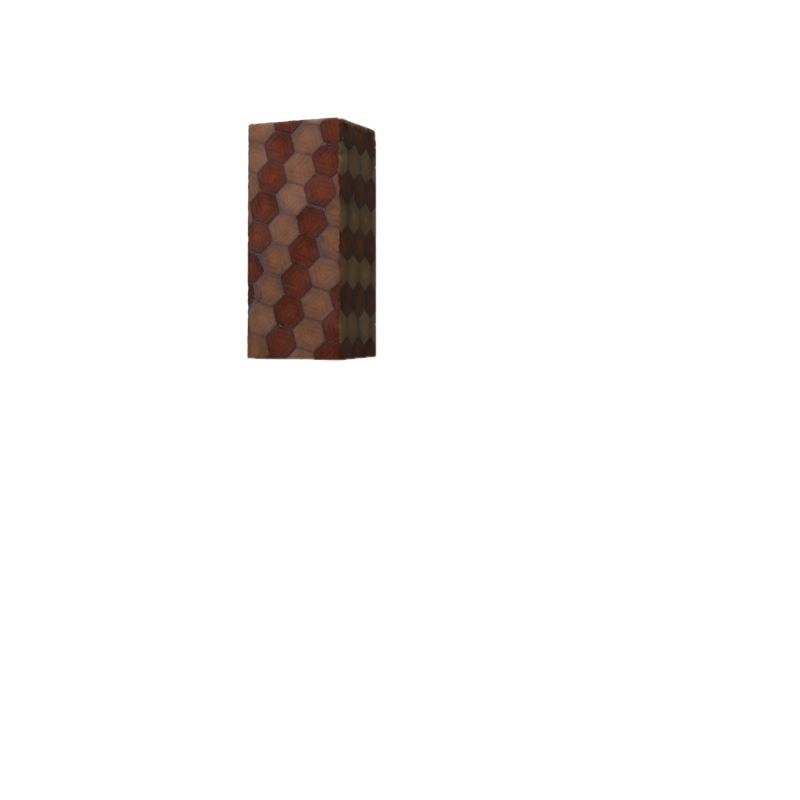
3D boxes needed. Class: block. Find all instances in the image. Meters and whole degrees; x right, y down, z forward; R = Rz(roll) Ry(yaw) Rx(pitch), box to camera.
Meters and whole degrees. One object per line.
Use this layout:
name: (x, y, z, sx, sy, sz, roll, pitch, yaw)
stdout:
block: (-0.077, -0.141, 0.988, 0.093, 0.208, 0.088, -1, -2, 23)
